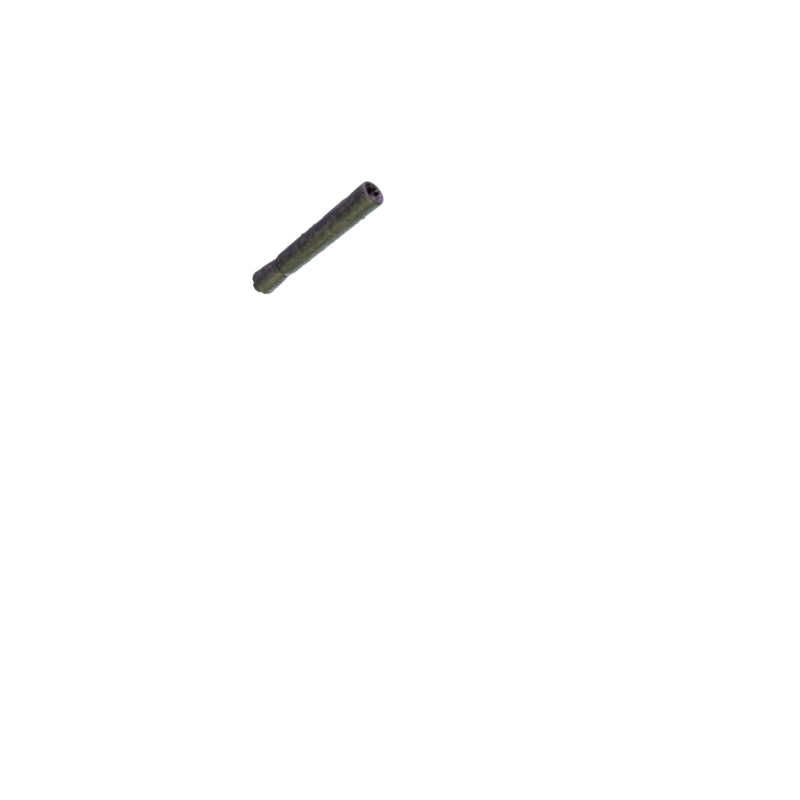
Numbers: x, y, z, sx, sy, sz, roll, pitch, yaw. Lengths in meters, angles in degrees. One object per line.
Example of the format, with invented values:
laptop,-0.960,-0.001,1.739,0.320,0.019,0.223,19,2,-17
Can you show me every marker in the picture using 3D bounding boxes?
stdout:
marker,-0.059,-0.108,0.755,0.120,0.021,0.019,-34,-17,33
